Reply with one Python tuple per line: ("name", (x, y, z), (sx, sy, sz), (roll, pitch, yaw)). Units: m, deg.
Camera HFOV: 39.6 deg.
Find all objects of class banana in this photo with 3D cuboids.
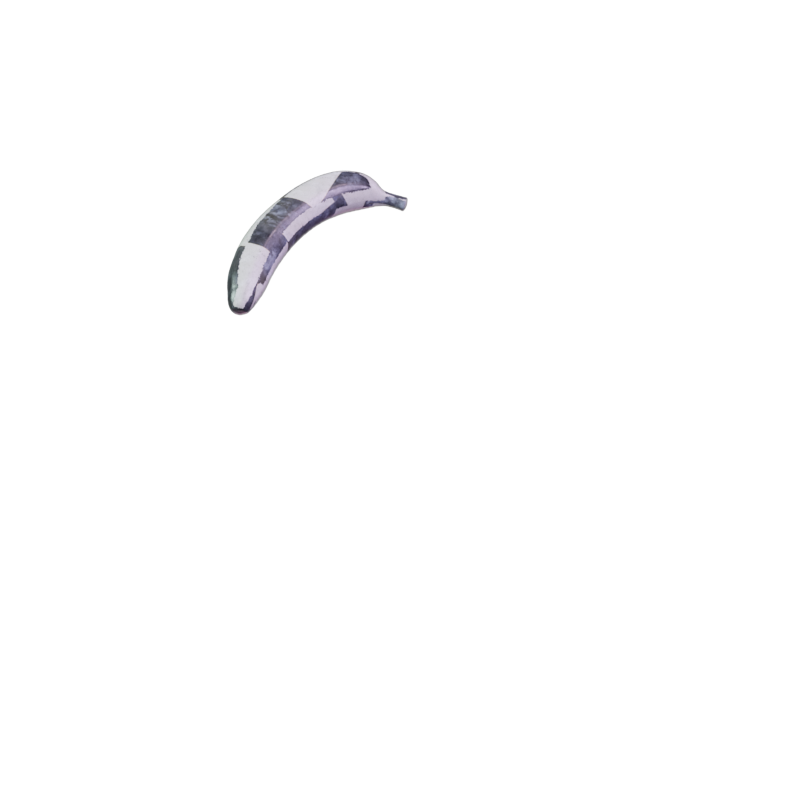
("banana", (-0.082, -0.144, 0.928), (0.074, 0.034, 0.199), (36, 58, 26))
